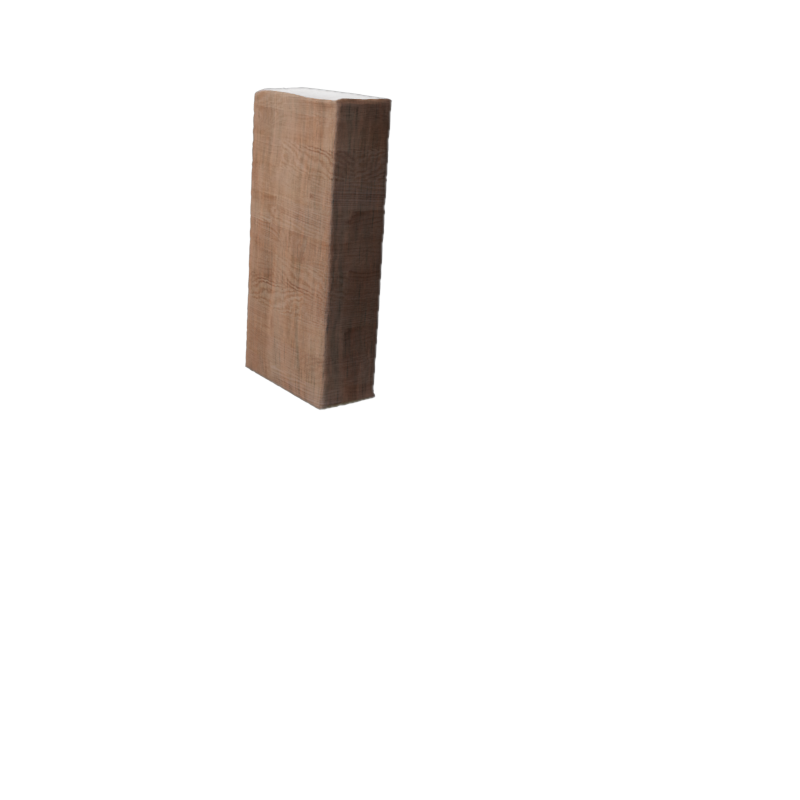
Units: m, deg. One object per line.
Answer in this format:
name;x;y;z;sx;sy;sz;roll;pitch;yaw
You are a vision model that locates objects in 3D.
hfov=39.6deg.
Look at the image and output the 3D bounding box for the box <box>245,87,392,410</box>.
box;-0.052;-0.093;0.654;0.047;0.171;0.099;-8;16;-34
